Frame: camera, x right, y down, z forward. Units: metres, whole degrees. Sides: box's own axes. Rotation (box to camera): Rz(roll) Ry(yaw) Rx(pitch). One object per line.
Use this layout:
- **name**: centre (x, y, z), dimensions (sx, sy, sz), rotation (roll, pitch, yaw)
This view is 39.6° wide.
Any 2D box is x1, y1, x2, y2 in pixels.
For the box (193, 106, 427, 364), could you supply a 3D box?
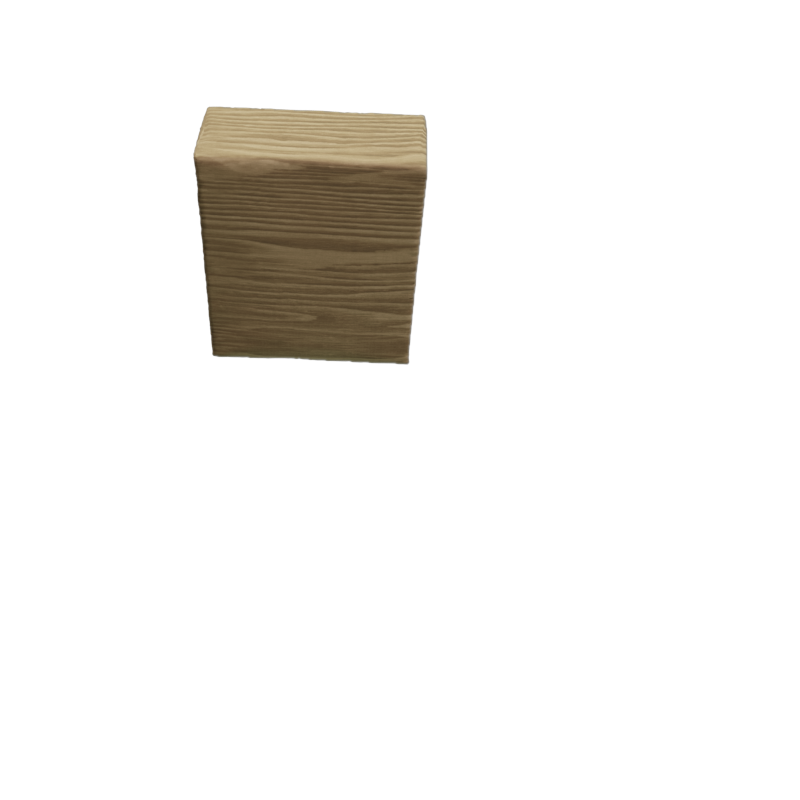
- **box**: centre (-0.067, -0.122, 0.856), dimensions (0.164, 0.077, 0.199), rotation (4, -43, 1)
